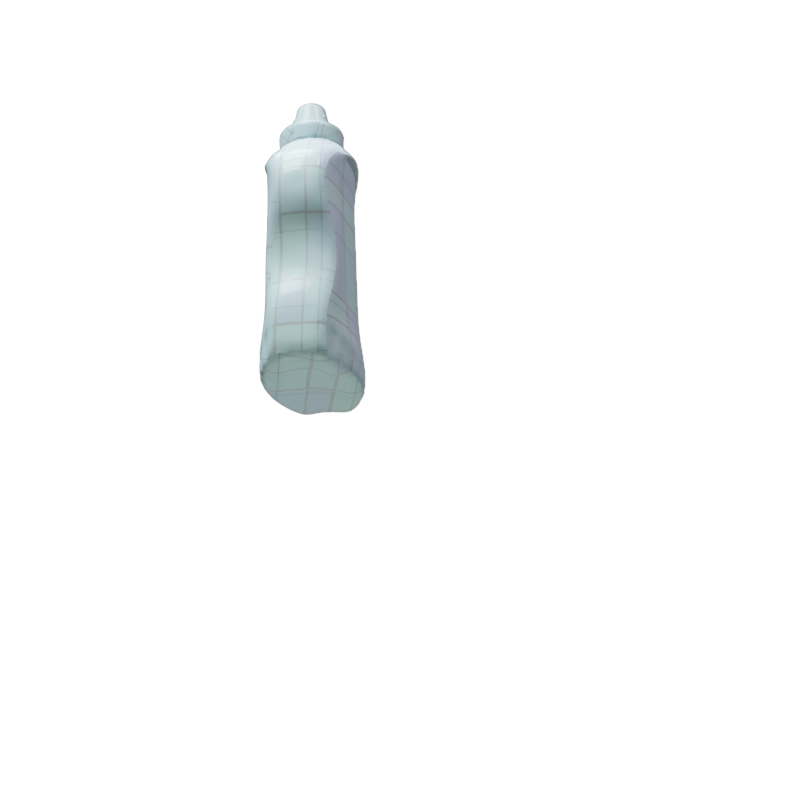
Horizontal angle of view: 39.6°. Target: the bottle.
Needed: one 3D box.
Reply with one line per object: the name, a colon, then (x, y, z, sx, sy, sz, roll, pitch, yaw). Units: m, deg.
bottle: (-0.053, -0.096, 0.669, 0.059, 0.203, 0.090, -6, -25, 9)
